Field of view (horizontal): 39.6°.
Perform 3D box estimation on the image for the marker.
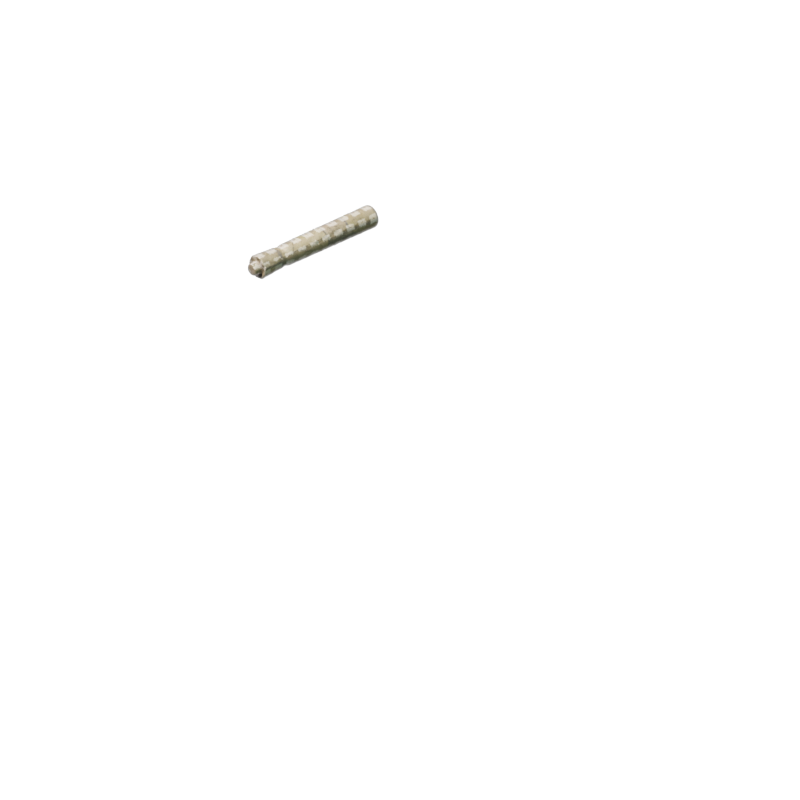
[{"bbox_3d":[-0.066,-0.121,0.848,0.121,0.019,0.021,-30,21,-34],"label":"marker"}]
